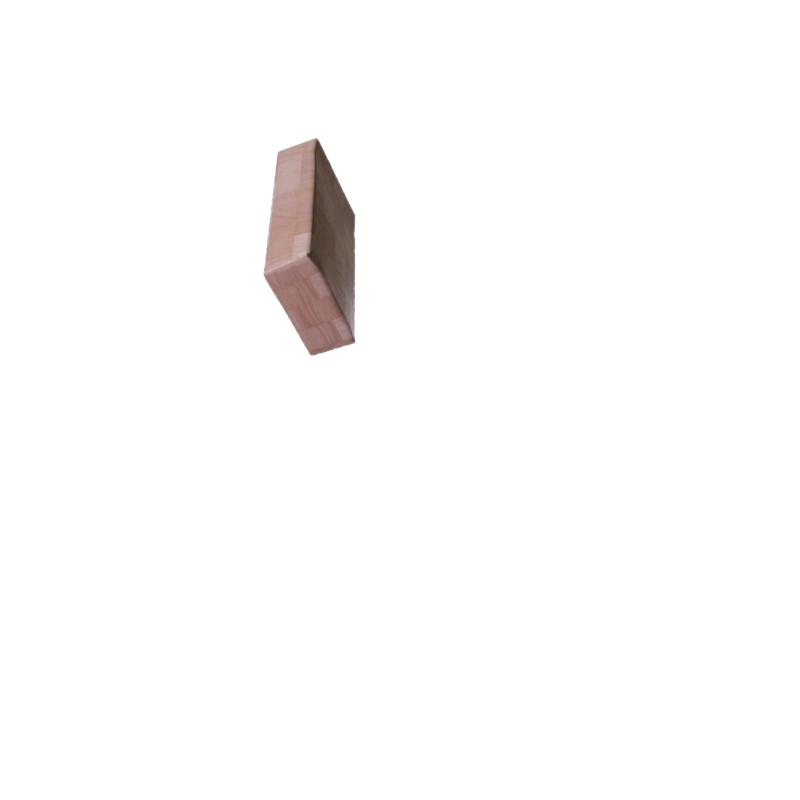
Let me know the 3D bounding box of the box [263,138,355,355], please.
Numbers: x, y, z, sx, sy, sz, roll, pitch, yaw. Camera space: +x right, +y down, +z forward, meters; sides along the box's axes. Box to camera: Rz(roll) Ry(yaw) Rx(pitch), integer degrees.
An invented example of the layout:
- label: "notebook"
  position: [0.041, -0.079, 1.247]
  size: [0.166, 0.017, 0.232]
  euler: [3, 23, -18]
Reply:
- label: "box"
  position: [-0.072, -0.131, 0.918]
  size: [0.048, 0.086, 0.189]
  euler: [-19, 38, 11]
